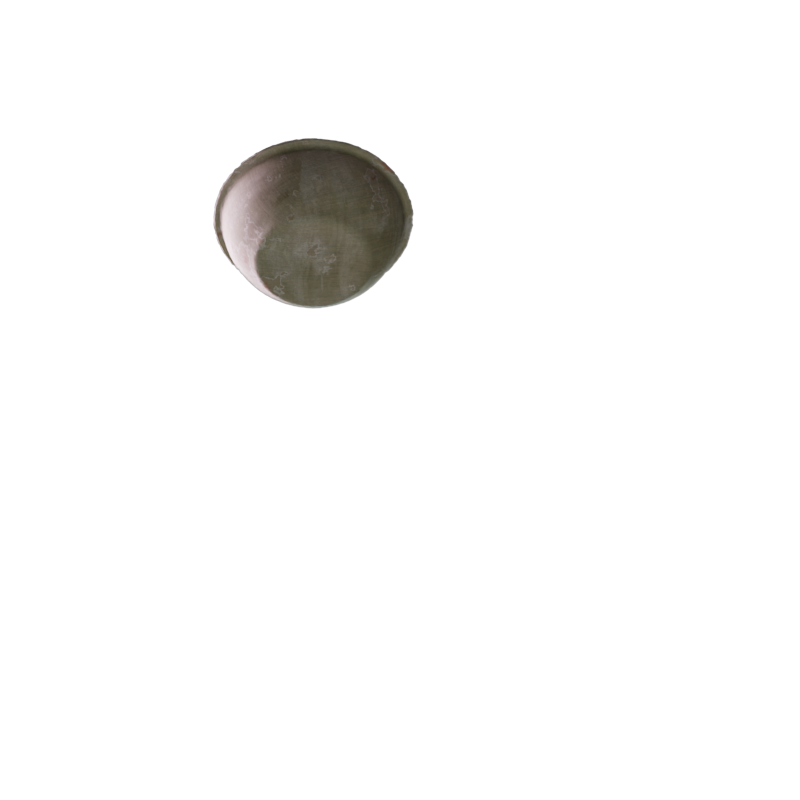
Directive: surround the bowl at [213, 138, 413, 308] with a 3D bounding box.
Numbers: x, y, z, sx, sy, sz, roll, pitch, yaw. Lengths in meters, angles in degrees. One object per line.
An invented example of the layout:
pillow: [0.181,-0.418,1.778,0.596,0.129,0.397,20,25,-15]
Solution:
bowl: [-0.069,-0.125,0.877,0.162,0.151,0.059,1,42,-1]
